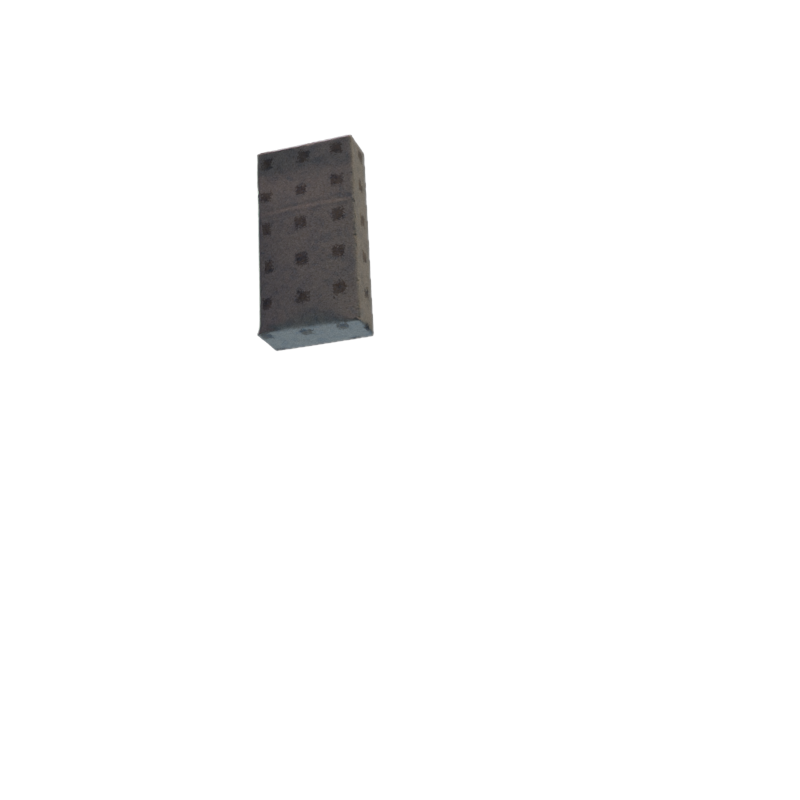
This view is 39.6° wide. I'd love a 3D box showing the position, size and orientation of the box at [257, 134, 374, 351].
[{"bbox_3d":[-0.075,-0.137,0.959,0.095,0.186,0.045,-9,-26,17],"label":"box"}]
